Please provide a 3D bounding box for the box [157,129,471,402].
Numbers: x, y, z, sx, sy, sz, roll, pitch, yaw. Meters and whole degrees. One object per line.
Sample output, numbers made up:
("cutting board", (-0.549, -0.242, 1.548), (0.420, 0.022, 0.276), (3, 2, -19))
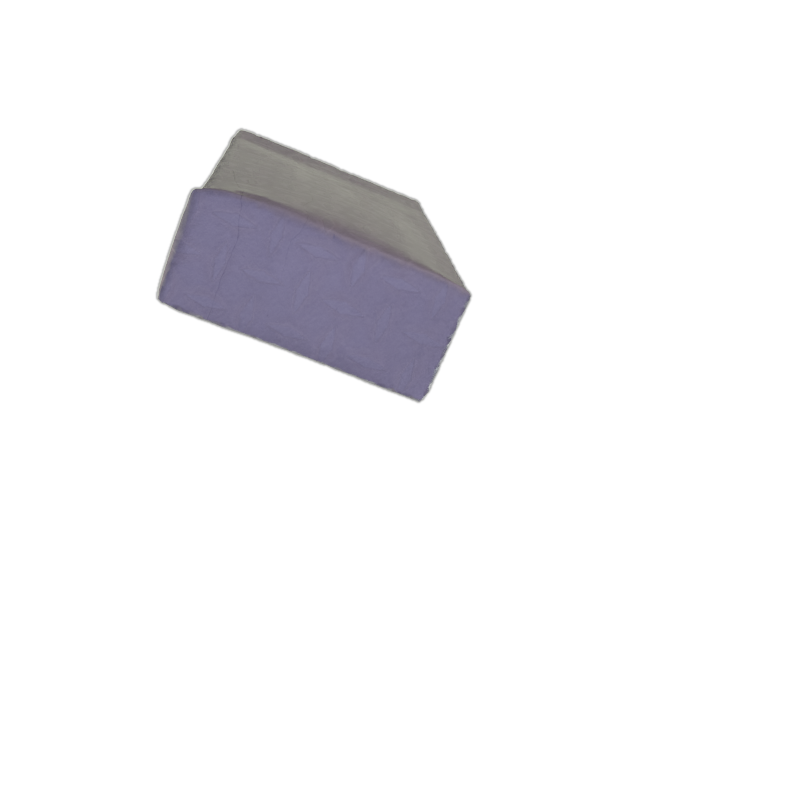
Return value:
("box", (-0.033, -0.060, 0.426), (0.092, 0.047, 0.182), (21, 14, -9))
